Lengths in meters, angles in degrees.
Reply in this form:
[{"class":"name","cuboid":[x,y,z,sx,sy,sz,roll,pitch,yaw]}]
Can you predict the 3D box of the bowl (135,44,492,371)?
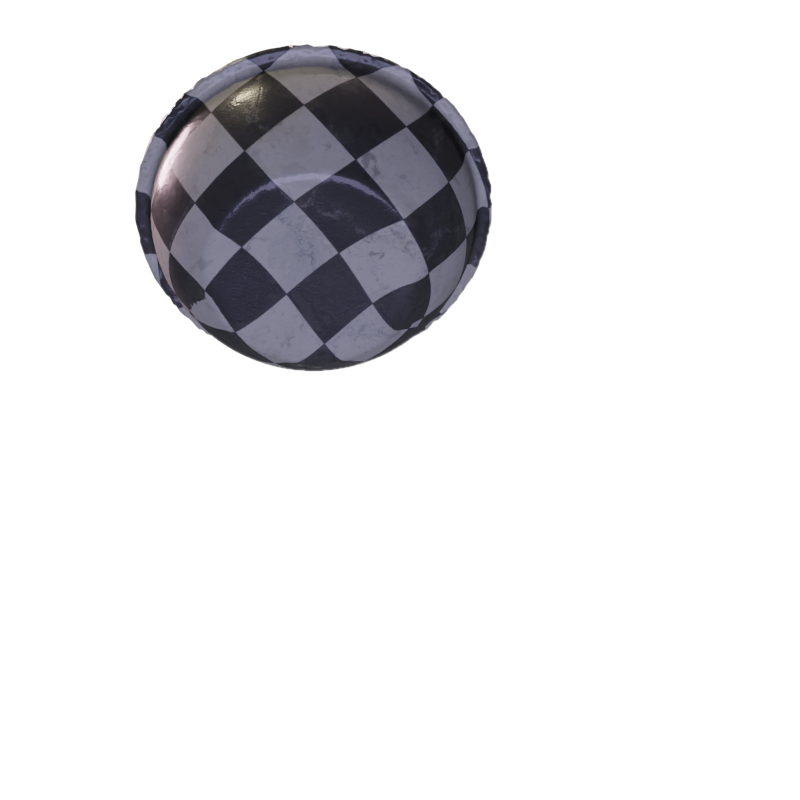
[{"class":"bowl","cuboid":[-0.038,-0.069,0.481,0.162,0.153,0.058,1,30,-1]}]
